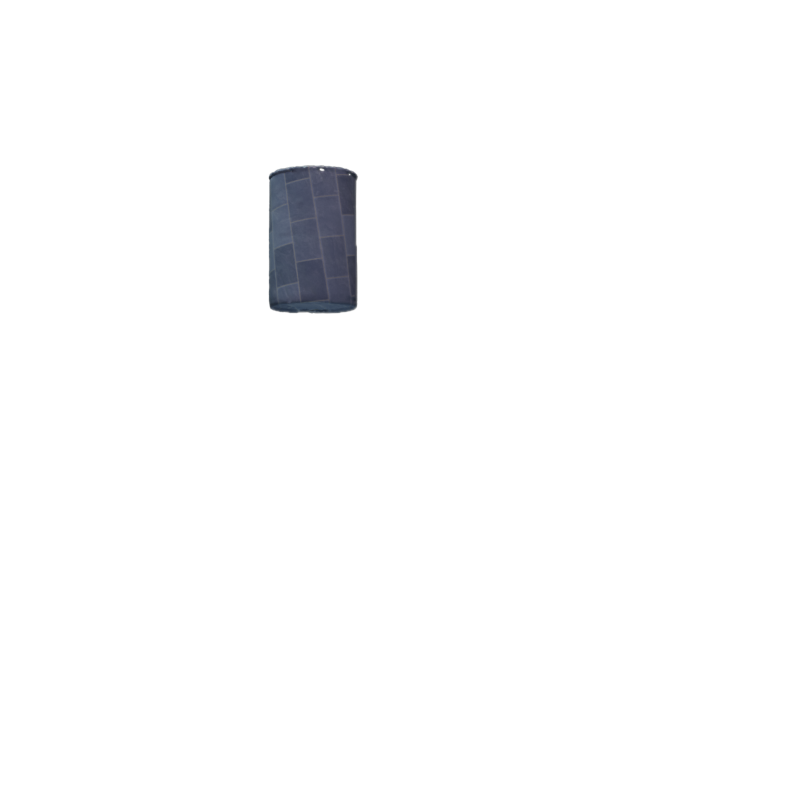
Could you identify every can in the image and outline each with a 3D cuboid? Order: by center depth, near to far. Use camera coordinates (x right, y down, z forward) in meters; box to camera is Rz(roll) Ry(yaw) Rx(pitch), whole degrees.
[{"bbox_3d":[-0.065,-0.119,0.835,0.068,0.105,0.067,0,-8,-2],"label":"can"}]
